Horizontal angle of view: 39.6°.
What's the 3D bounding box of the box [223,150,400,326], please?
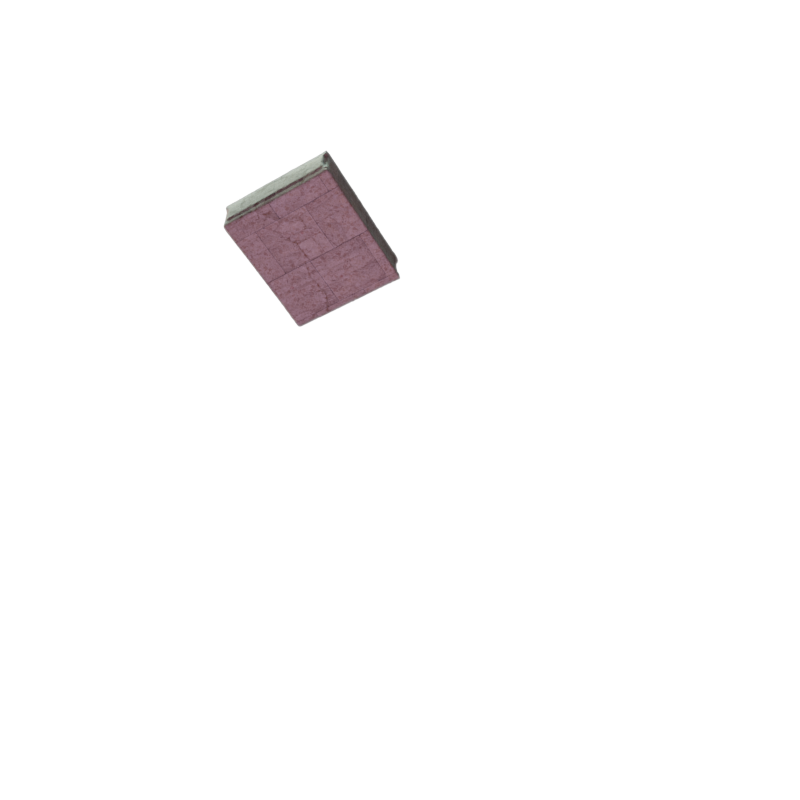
[{"bbox_3d":[-0.053,-0.096,0.675,0.073,0.084,0.032,-27,30,16],"label":"box"}]
